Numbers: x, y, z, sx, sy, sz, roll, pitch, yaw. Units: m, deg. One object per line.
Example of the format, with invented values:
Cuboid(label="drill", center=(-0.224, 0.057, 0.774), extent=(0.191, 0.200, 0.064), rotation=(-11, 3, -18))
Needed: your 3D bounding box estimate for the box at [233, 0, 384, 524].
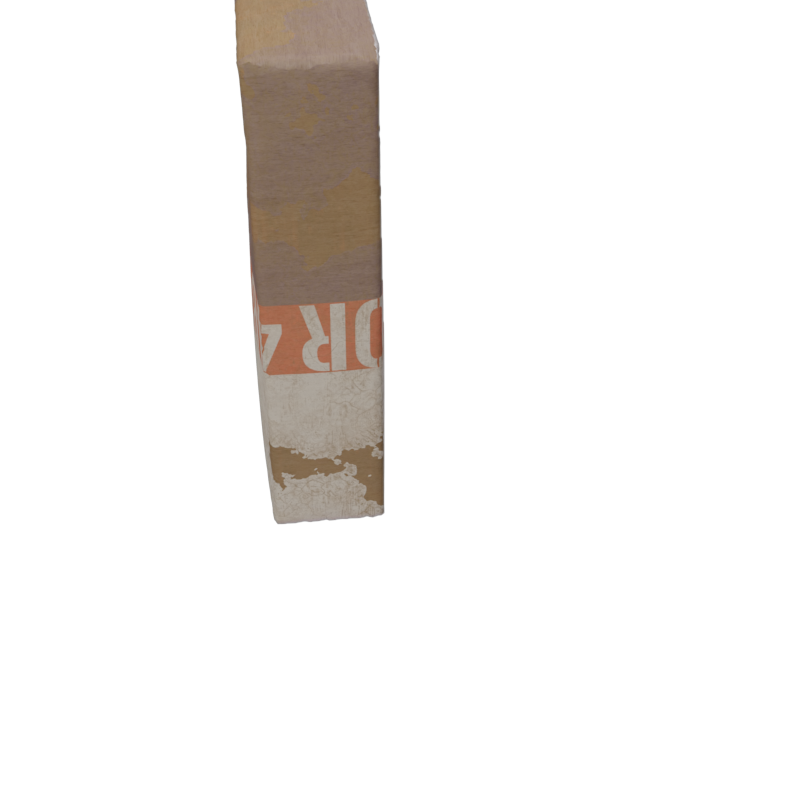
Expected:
Cuboid(label="box", center=(-0.029, -0.054, 0.378), extent=(0.048, 0.165, 0.100), rotation=(-2, 37, -7))
